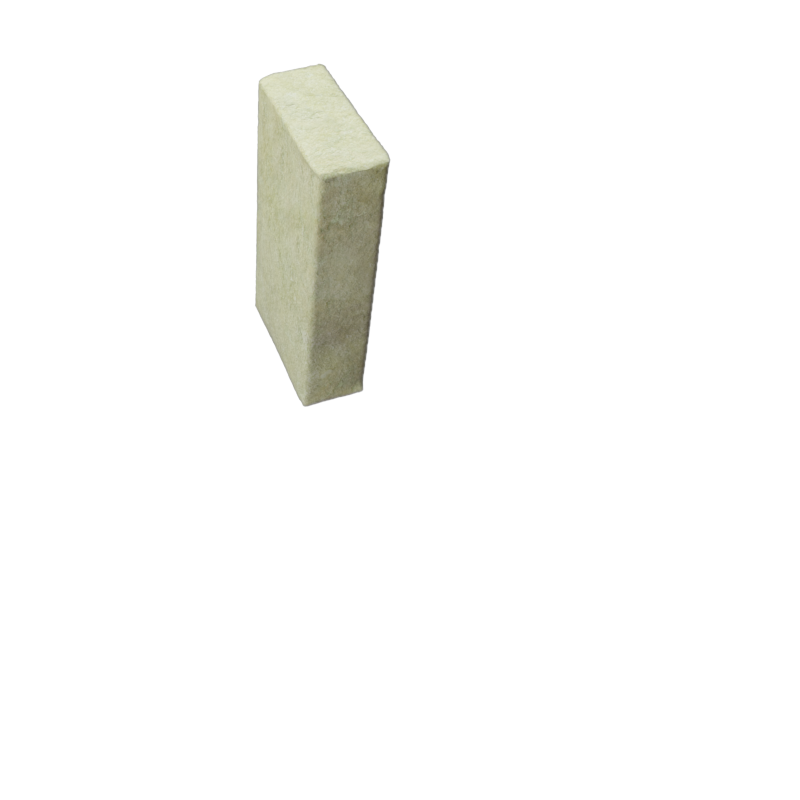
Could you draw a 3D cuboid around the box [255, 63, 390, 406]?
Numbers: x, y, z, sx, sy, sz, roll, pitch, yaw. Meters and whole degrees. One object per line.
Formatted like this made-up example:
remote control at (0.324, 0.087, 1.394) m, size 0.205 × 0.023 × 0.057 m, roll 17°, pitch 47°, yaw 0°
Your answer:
box at (-0.049, -0.089, 0.624) m, size 0.047 × 0.164 × 0.101 m, roll -15°, pitch 49°, yaw -18°
